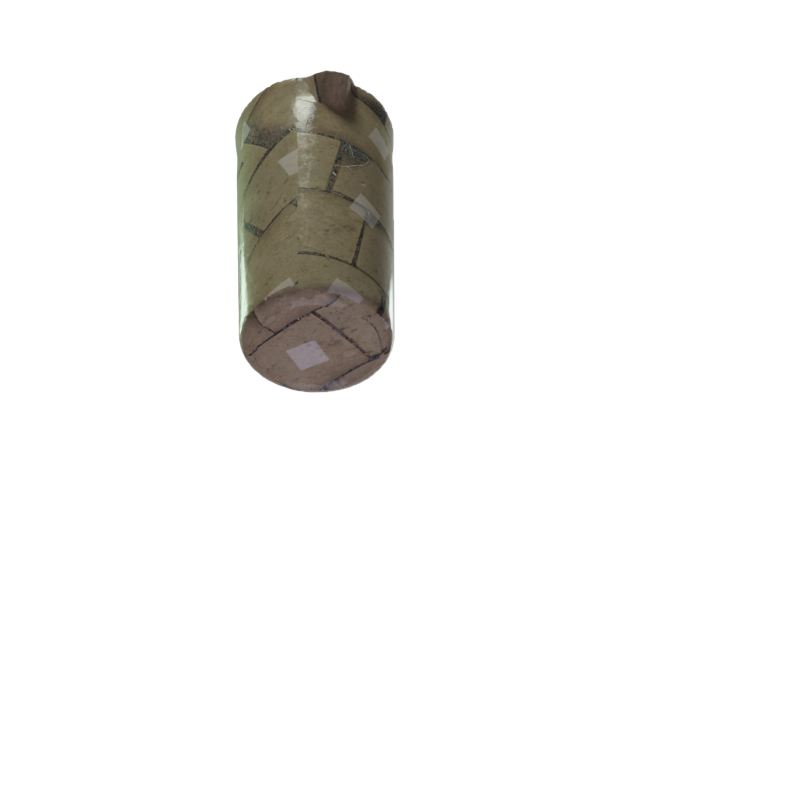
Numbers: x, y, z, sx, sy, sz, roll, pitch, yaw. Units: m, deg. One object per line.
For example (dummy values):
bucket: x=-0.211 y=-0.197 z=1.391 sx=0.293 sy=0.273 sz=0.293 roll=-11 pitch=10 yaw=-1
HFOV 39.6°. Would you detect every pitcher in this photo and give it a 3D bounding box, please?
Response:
pitcher: x=-0.067 y=-0.122 z=0.854 sx=0.146 sy=0.261 sz=0.138 roll=-23 pitch=-47 yaw=19
